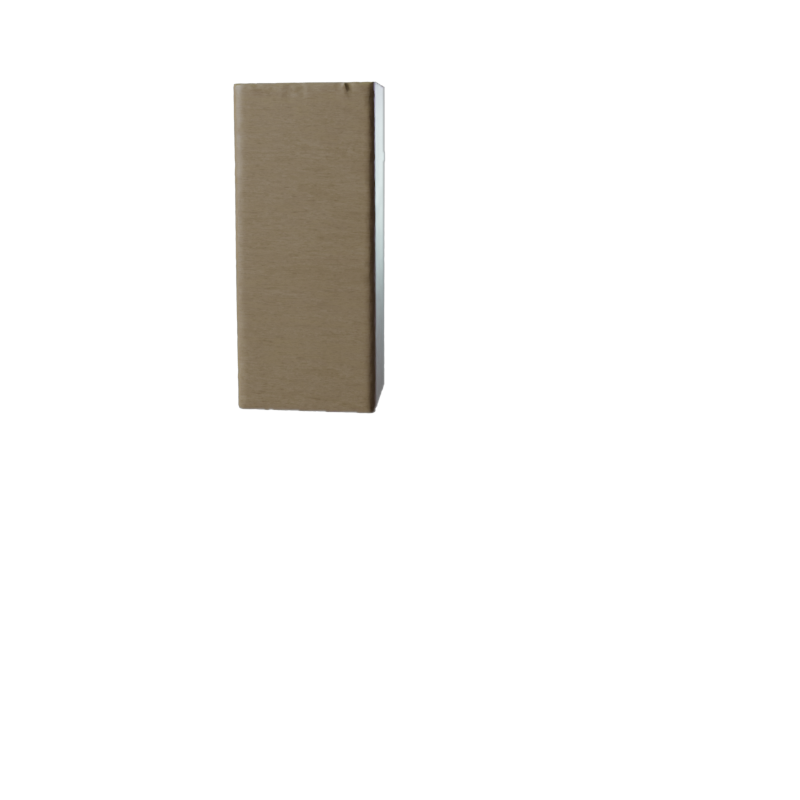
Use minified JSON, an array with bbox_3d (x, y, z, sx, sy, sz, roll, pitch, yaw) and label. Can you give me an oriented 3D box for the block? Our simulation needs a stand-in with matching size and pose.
[{"bbox_3d":[-0.058,-0.104,0.731,0.091,0.203,0.091,1,7,5],"label":"block"}]
